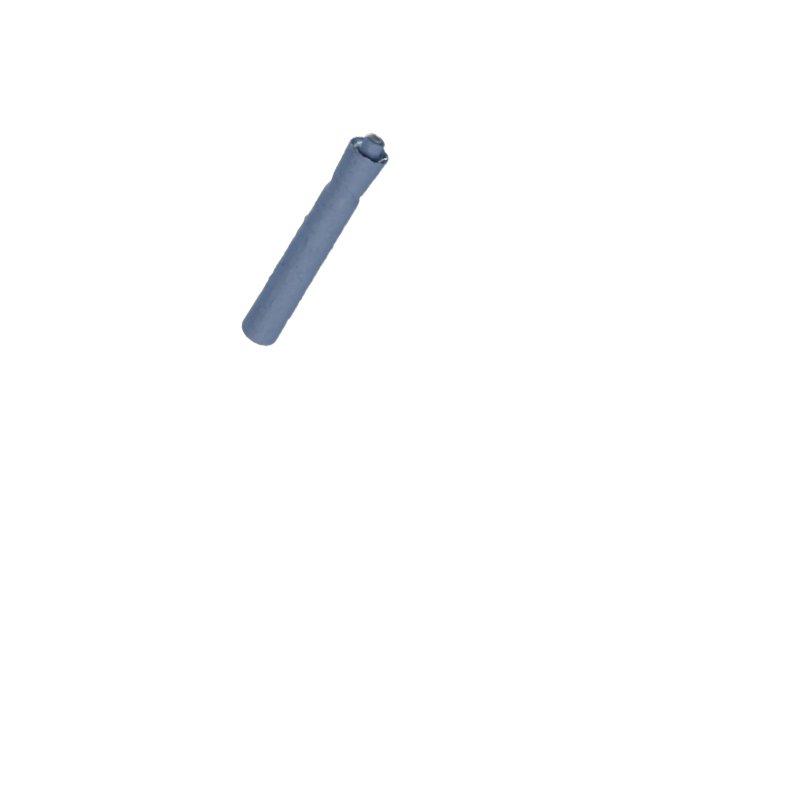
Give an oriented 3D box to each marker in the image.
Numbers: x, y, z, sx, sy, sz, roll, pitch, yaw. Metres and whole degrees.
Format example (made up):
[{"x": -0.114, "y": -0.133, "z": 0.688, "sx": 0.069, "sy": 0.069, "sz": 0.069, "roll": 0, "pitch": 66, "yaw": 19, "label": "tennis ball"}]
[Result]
[{"x": -0.039, "y": -0.072, "z": 0.504, "sx": 0.019, "sy": 0.117, "sz": 0.021, "roll": 22, "pitch": 36, "yaw": -20, "label": "marker"}]
